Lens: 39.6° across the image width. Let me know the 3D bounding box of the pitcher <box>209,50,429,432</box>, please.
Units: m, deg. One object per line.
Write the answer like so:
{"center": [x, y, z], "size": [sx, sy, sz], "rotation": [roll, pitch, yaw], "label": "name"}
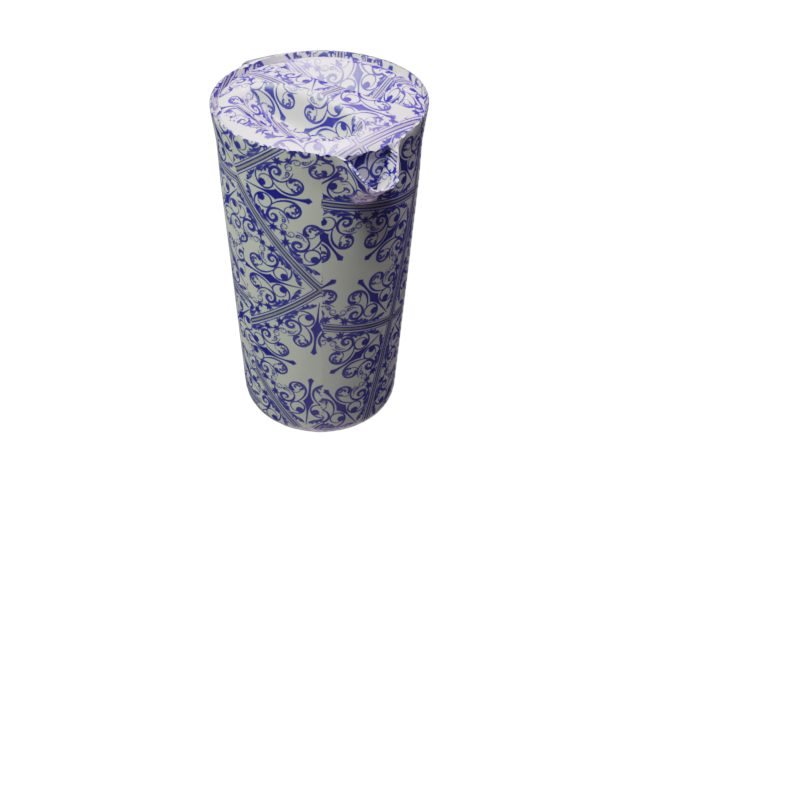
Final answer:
{"center": [-0.058, -0.106, 0.744], "size": [0.148, 0.227, 0.156], "rotation": [11, 39, 11], "label": "pitcher"}
